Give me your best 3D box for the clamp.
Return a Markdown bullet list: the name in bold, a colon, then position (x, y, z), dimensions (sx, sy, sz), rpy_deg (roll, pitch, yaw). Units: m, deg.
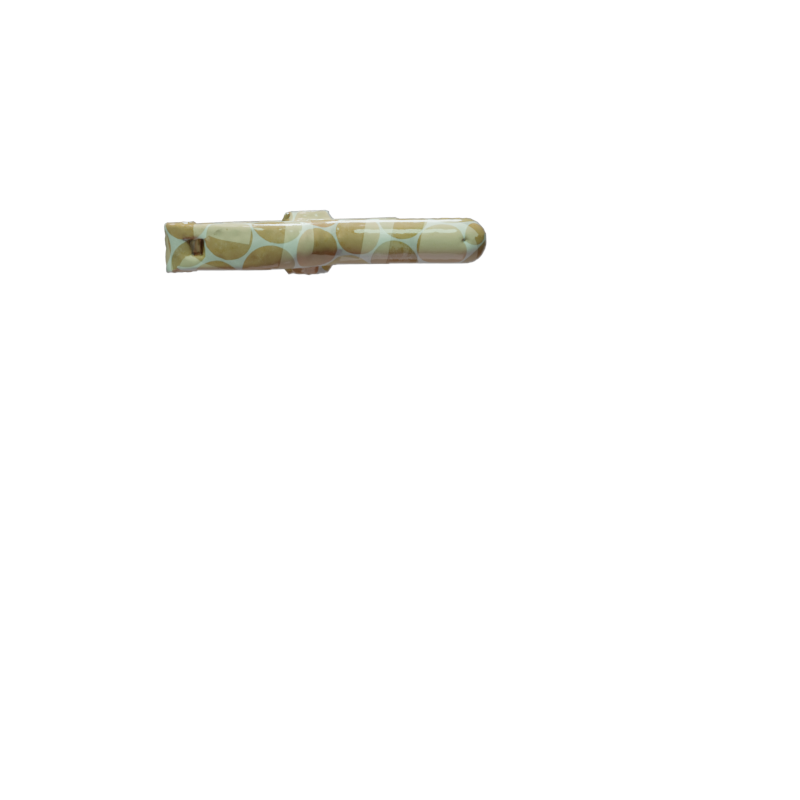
- **clamp**: position (-0.050, -0.090, 0.633), dimensions (0.169, 0.039, 0.122), rpy_deg (-1, 3, -12)
